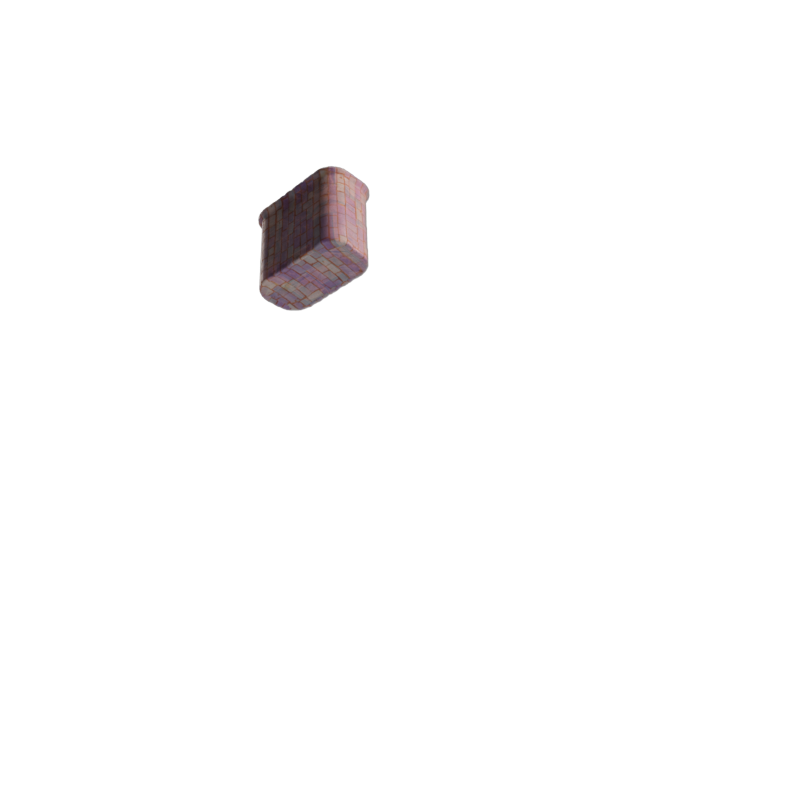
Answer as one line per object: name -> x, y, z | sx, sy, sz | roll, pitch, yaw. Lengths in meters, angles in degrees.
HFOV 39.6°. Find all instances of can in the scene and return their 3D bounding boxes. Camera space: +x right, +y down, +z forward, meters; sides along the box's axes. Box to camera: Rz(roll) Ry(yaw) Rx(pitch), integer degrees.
can -> -0.073, -0.133, 0.933 | 0.101, 0.090, 0.054 | -30, -46, 31
